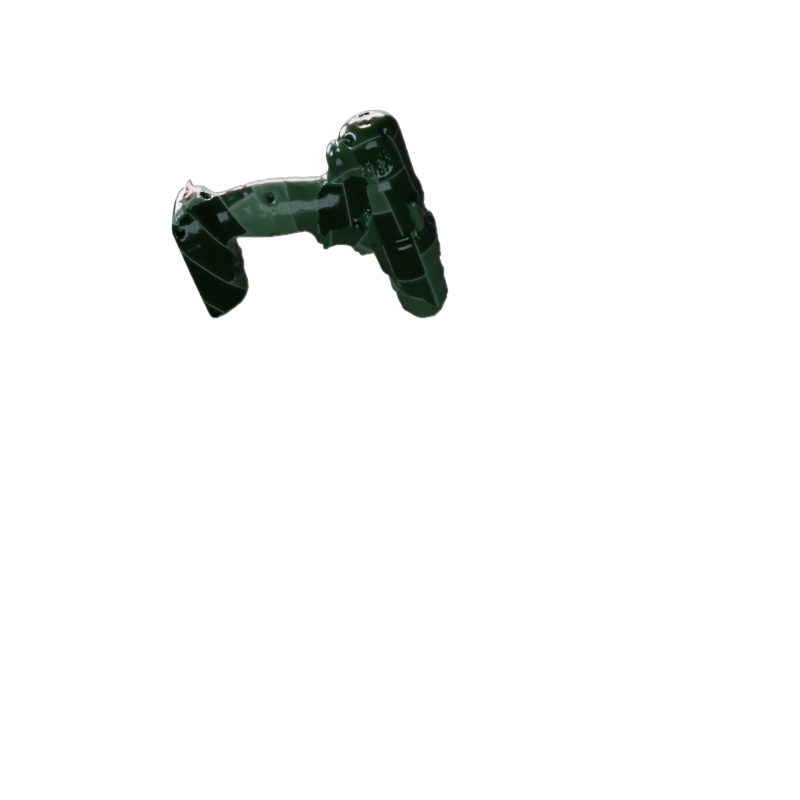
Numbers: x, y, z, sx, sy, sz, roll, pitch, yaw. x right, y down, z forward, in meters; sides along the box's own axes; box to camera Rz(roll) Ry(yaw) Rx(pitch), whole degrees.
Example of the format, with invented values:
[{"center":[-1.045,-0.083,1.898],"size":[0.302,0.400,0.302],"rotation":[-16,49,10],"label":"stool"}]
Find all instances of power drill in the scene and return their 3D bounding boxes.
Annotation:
[{"center":[-0.066,-0.121,0.847],"size":[0.189,0.171,0.061],"rotation":[-13,36,9],"label":"power drill"}]
